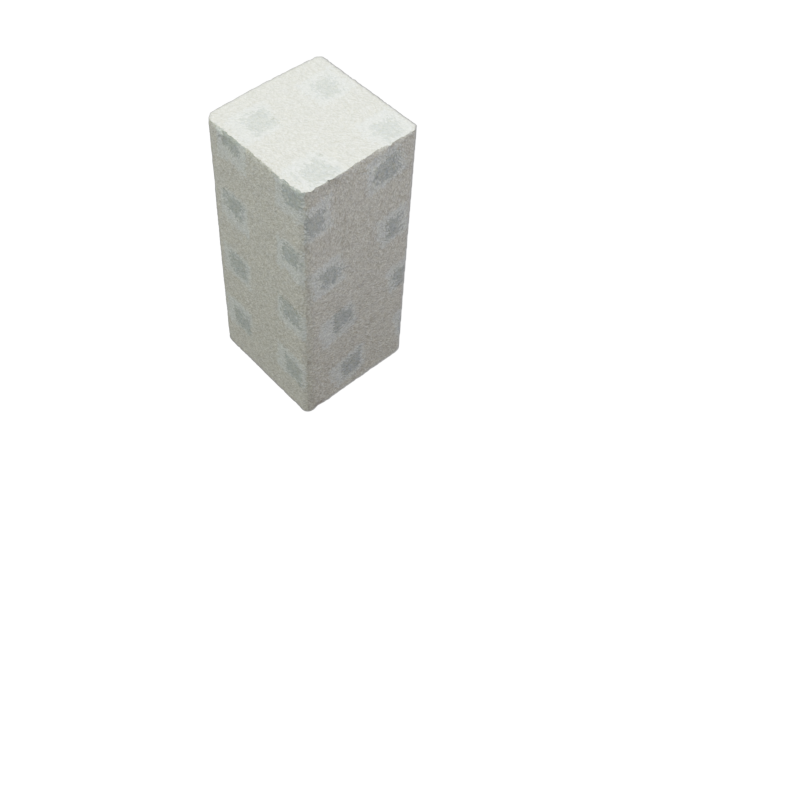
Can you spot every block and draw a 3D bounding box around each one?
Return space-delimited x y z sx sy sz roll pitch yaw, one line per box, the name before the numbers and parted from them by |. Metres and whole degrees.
block | -0.056 -0.101 0.711 0.091 0.192 0.097 -34 61 -26
